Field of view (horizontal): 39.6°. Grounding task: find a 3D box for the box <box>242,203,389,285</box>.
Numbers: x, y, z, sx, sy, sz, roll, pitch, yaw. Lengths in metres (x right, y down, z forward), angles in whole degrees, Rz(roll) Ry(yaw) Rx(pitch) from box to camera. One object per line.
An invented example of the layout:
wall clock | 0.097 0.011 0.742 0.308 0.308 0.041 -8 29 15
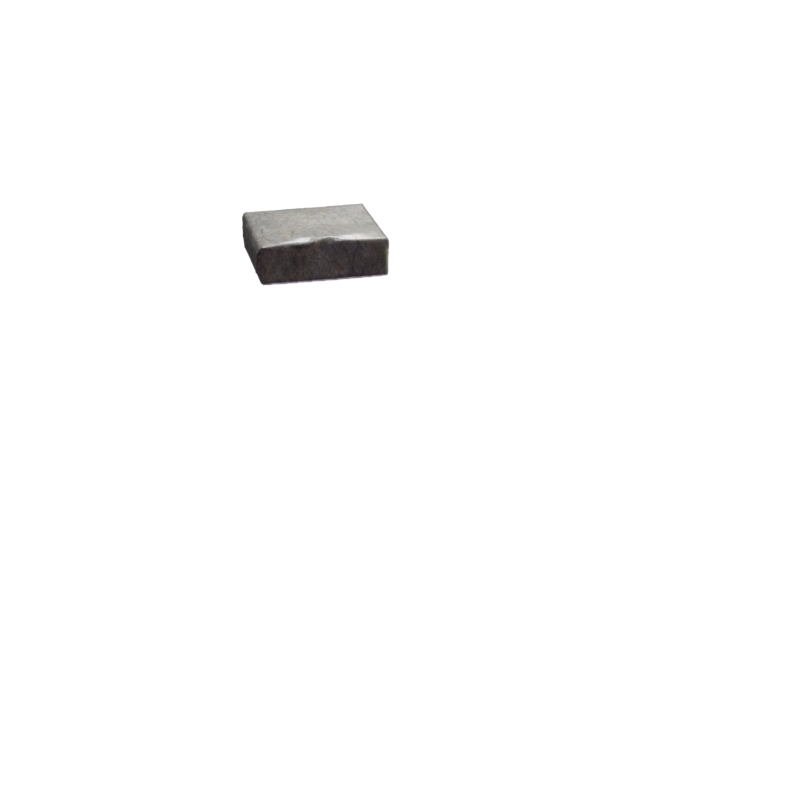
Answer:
box | -0.059 -0.108 0.755 0.088 0.029 0.078 -6 27 -12
